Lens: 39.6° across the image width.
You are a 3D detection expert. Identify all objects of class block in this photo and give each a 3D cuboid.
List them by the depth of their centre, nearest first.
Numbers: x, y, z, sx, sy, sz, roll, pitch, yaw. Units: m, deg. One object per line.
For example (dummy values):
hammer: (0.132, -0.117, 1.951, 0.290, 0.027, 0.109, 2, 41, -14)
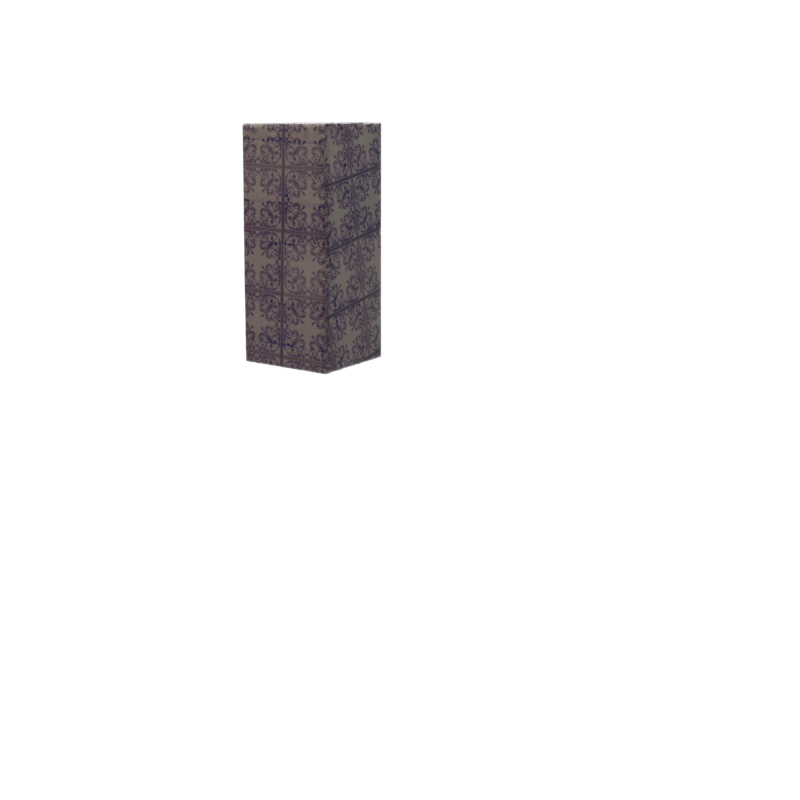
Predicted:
block: (-0.076, -0.137, 0.961, 0.095, 0.203, 0.088, 6, 10, 33)
